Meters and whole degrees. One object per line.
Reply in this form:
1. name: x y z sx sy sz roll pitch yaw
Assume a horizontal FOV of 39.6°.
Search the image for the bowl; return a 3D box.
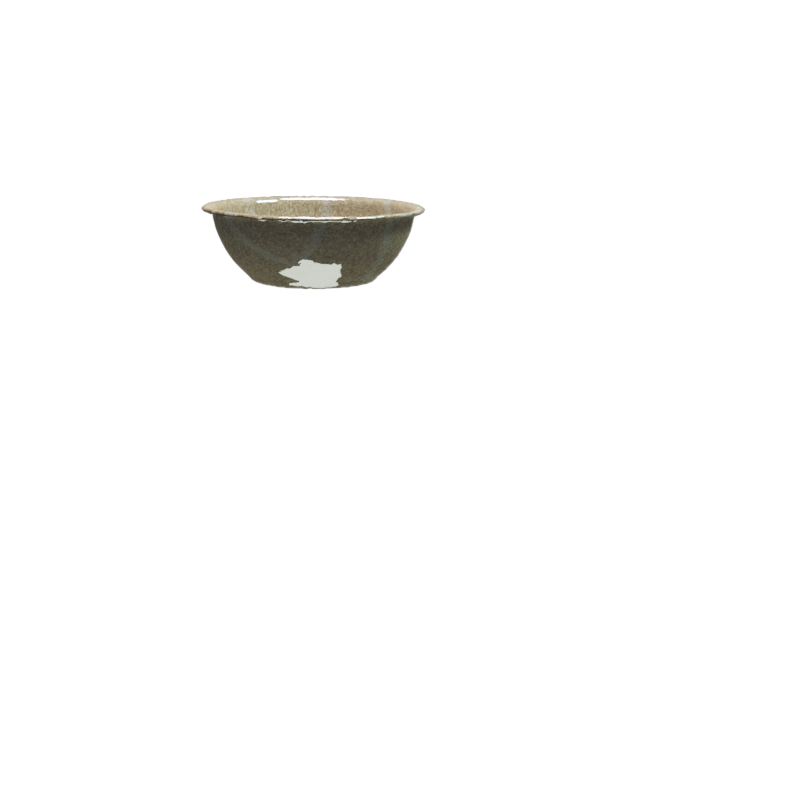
1. bowl: -0.063 -0.116 0.809 0.162 0.054 0.167 0 15 -2
